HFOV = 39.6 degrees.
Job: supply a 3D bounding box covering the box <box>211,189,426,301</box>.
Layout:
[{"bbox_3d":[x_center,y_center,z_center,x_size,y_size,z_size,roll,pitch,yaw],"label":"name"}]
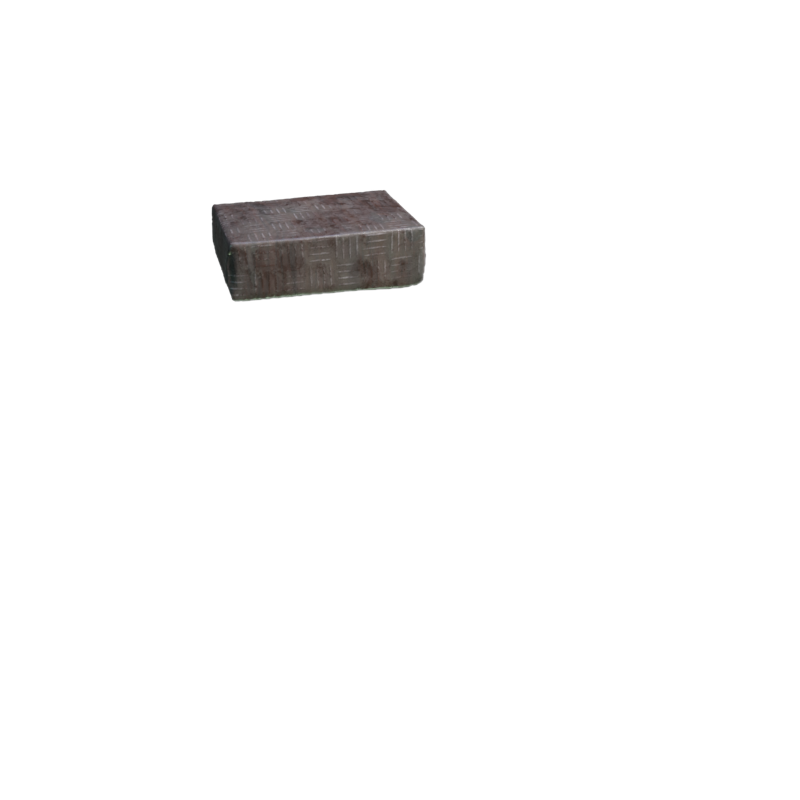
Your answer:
[{"bbox_3d":[-0.051,-0.093,0.650,0.112,0.037,0.095,-5,24,-12],"label":"box"}]
